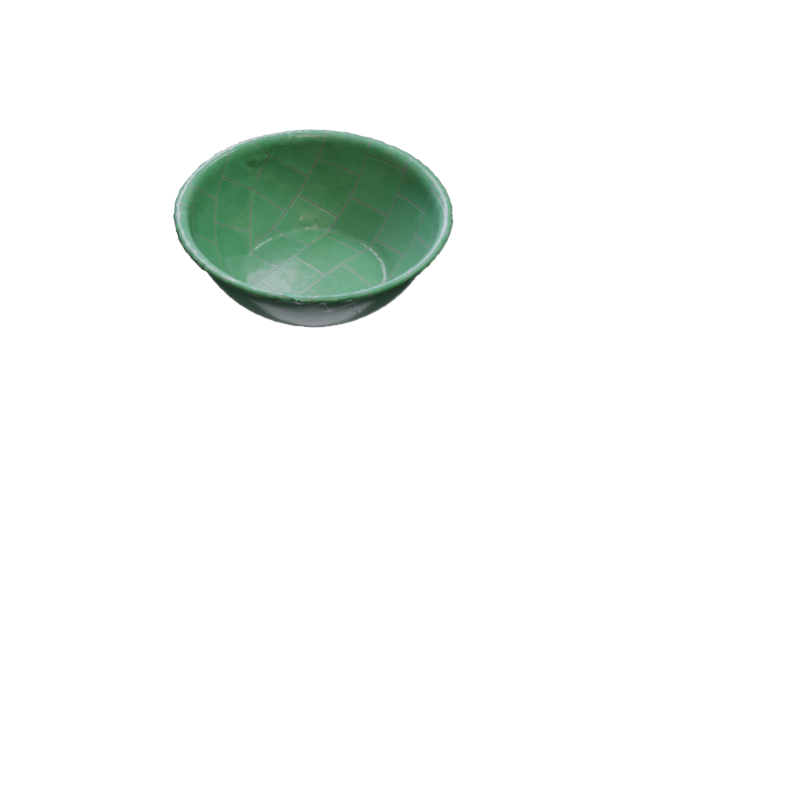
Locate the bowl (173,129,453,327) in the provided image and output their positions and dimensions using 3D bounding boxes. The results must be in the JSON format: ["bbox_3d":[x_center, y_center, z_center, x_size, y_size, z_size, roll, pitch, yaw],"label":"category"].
[{"bbox_3d":[-0.051,-0.094,0.657,0.162,0.051,0.174,-1,44,-1],"label":"bowl"}]
